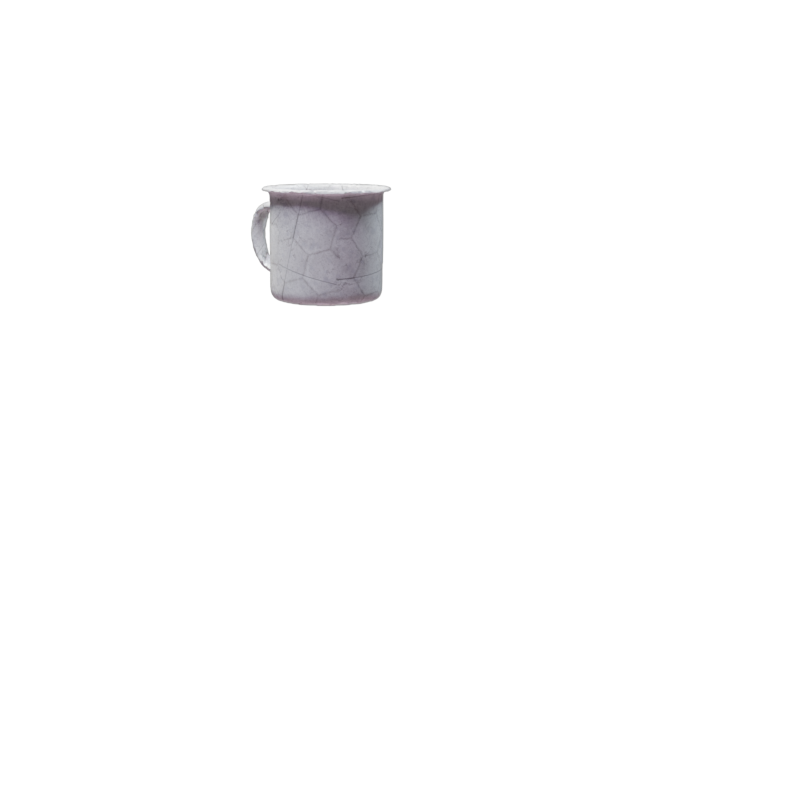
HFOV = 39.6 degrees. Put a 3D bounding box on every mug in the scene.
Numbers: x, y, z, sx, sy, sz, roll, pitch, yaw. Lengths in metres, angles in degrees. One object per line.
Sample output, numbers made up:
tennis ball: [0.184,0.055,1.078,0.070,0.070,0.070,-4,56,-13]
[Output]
mug: [-0.063,-0.115,0.808,0.122,0.080,0.091,8,13,35]
